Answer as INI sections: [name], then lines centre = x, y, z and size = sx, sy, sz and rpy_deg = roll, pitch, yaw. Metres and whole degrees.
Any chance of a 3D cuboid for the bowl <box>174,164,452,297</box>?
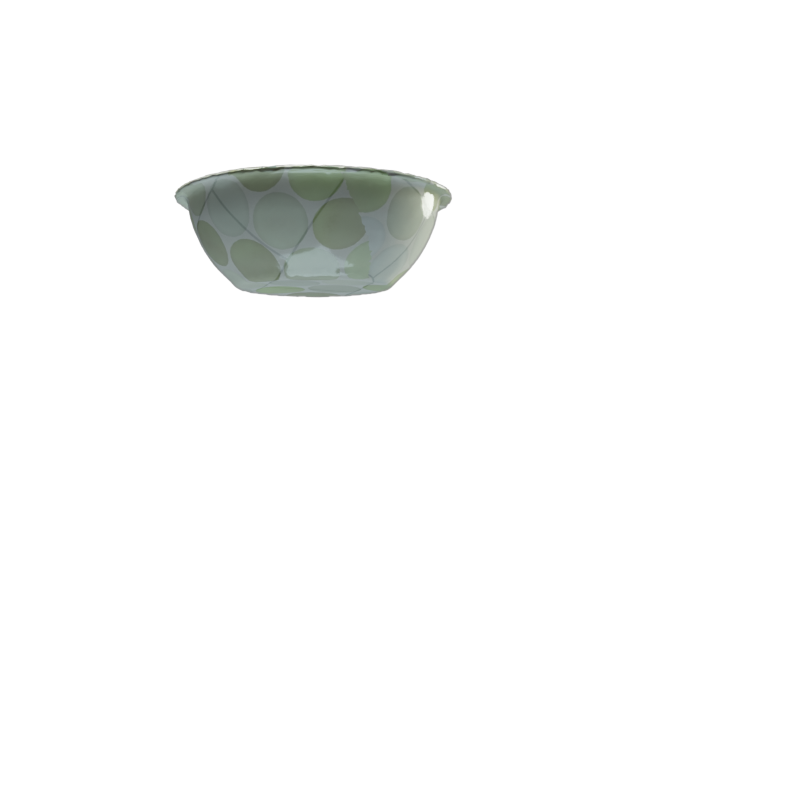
[bowl]
centre = -0.051, -0.092, 0.647
size = 0.162, 0.056, 0.160
rpy_deg = 0, -2, -2
